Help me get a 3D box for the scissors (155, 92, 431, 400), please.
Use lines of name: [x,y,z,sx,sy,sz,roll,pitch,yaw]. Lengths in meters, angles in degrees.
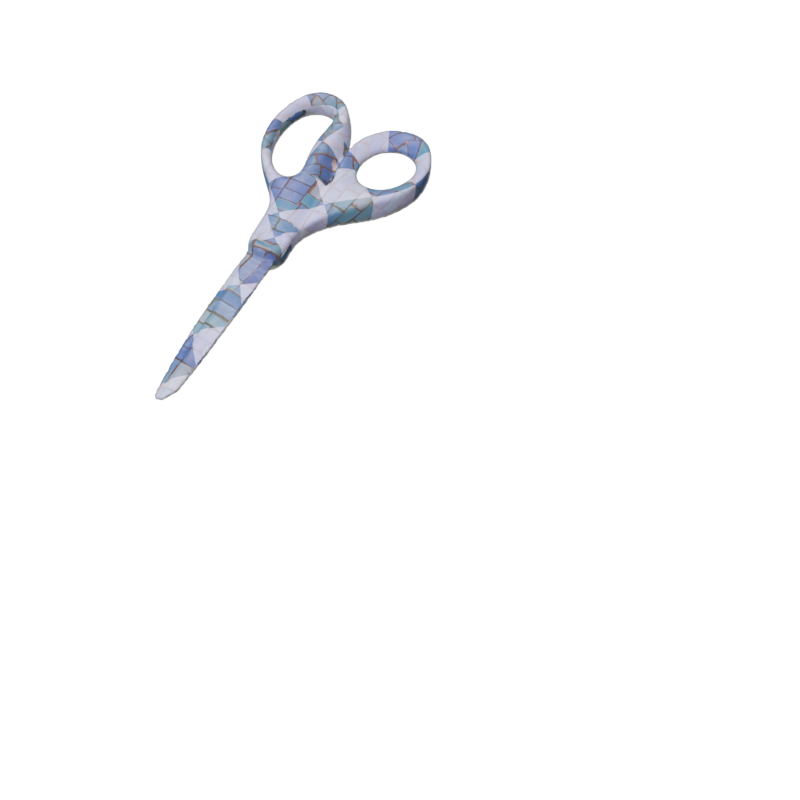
scissors: [-0.041,-0.075,0.525,0.097,0.214,0.015,7,-38,5]
